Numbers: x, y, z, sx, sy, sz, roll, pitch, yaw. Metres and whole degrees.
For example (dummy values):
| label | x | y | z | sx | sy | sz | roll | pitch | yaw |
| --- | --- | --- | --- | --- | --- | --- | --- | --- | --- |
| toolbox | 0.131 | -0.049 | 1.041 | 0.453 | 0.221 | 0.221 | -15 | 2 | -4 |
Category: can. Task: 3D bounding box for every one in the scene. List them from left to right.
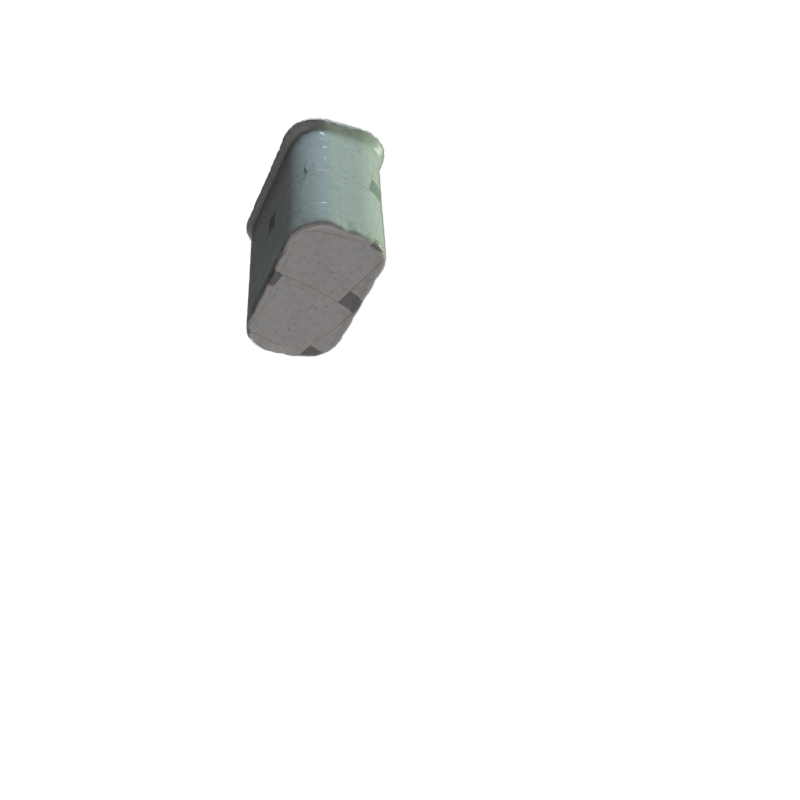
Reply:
| label | x | y | z | sx | sy | sz | roll | pitch | yaw |
| --- | --- | --- | --- | --- | --- | --- | --- | --- | --- |
| can | -0.046 | -0.085 | 0.595 | 0.056 | 0.090 | 0.098 | 15 | -46 | -18 |
